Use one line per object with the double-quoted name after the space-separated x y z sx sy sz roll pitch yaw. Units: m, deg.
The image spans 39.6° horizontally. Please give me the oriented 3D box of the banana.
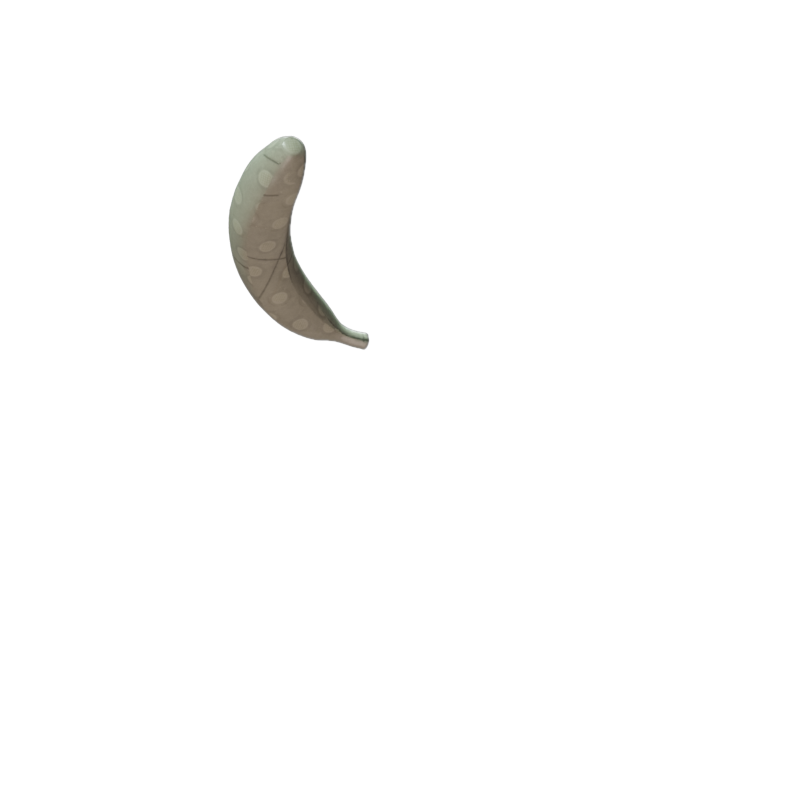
-0.071 -0.093 0.684 0.070 0.039 0.183 -7 -34 9 "banana"
